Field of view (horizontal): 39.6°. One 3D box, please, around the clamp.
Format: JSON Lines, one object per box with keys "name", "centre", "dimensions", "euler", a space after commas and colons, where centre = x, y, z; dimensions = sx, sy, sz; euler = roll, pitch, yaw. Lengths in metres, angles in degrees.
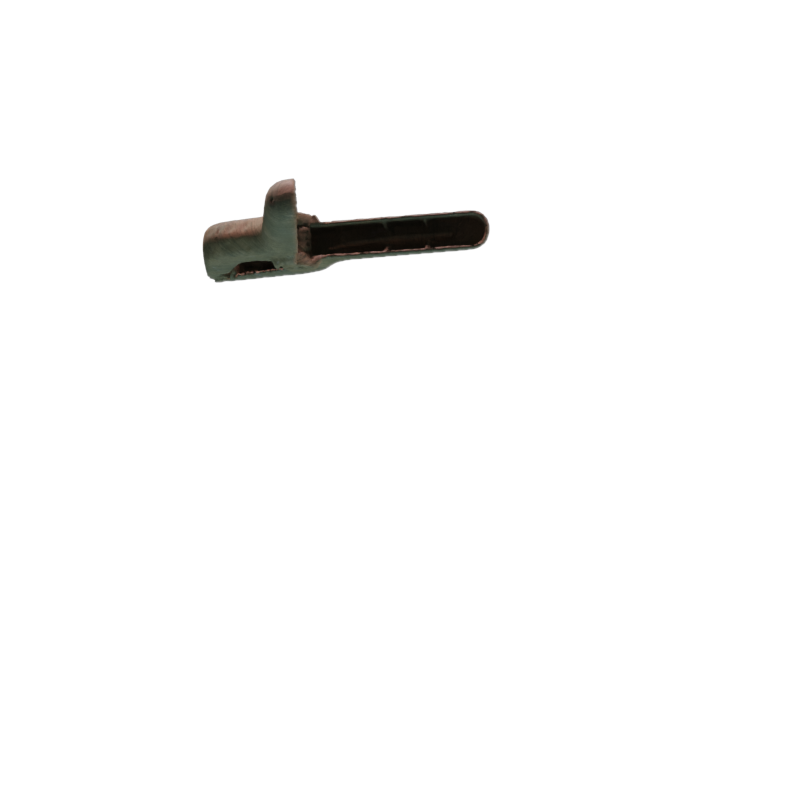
{"name": "clamp", "centre": [-0.057, -0.105, 0.733], "dimensions": [0.158, 0.037, 0.214], "euler": [3, -5, -33]}
